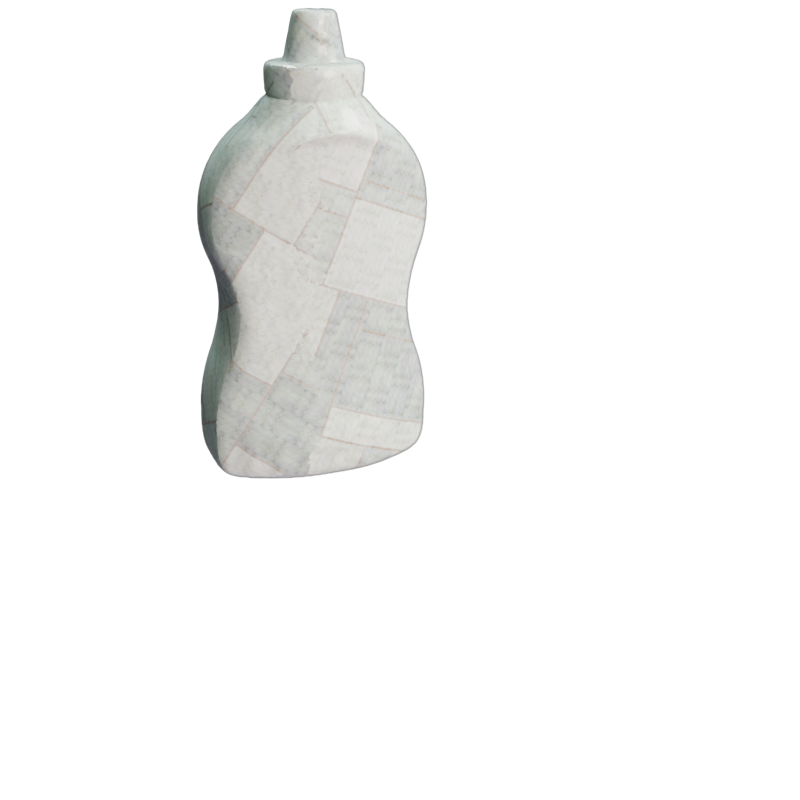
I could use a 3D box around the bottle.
[{"bbox_3d":[-0.036,-0.066,0.465,0.094,0.184,0.062,-5,18,-18],"label":"bottle"}]
